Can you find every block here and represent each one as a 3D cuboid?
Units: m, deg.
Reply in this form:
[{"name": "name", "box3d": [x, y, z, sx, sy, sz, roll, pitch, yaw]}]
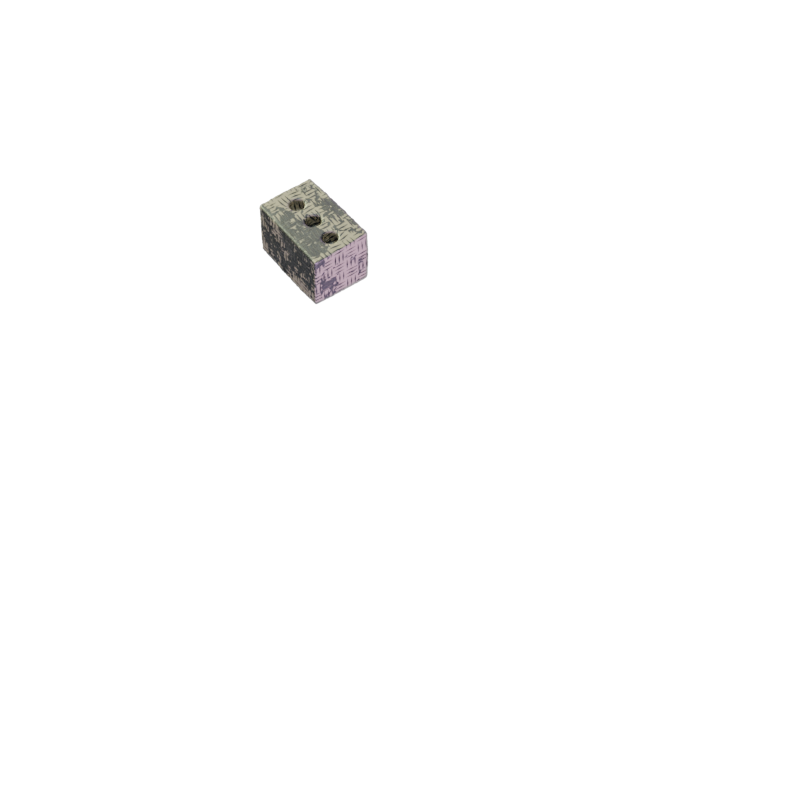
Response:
[{"name": "block", "box3d": [-0.069, -0.126, 0.883, 0.053, 0.048, 0.083, -31, 58, -24]}]
